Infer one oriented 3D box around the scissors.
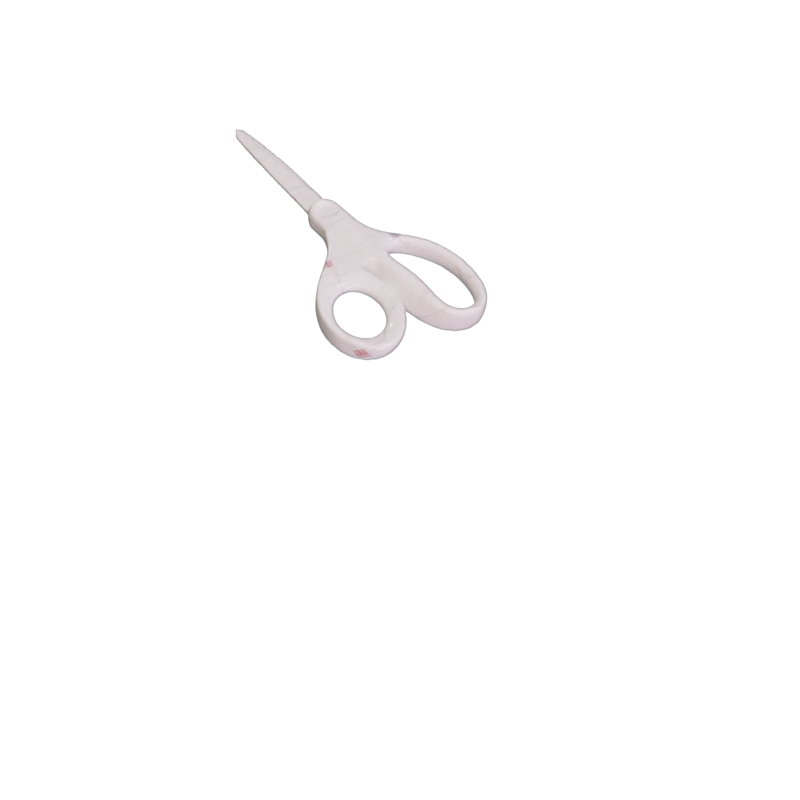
[{"bbox_3d":[-0.047,-0.086,0.605,0.214,0.015,0.097,32,54,27],"label":"scissors"}]
